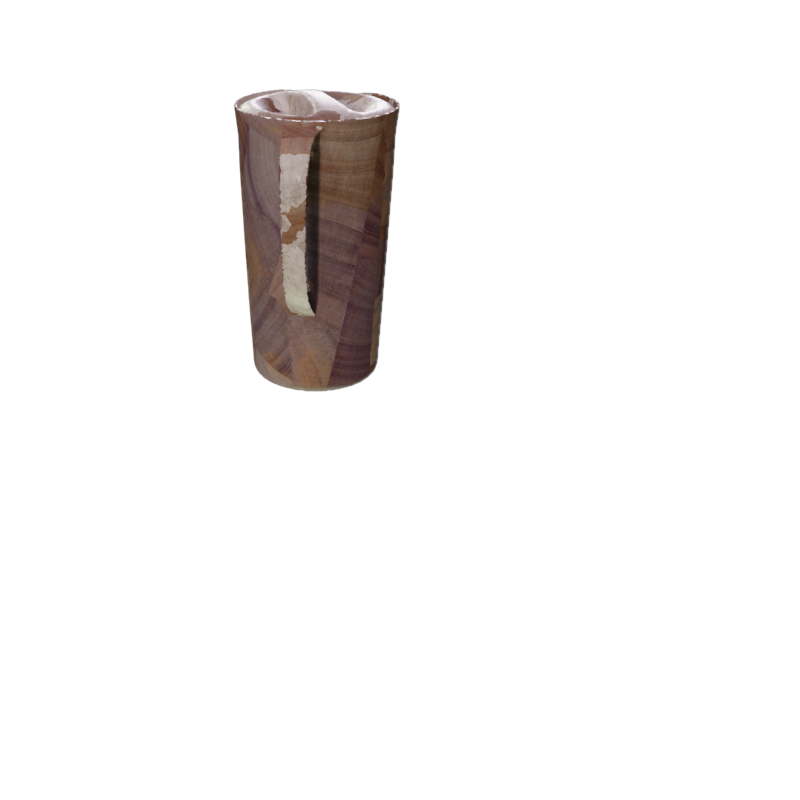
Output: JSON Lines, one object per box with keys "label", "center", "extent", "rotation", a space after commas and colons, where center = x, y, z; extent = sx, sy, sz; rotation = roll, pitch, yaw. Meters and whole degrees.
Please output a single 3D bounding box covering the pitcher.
{"label": "pitcher", "center": [-0.072, -0.131, 0.919], "extent": [0.146, 0.232, 0.154], "rotation": [-15, 26, -36]}
